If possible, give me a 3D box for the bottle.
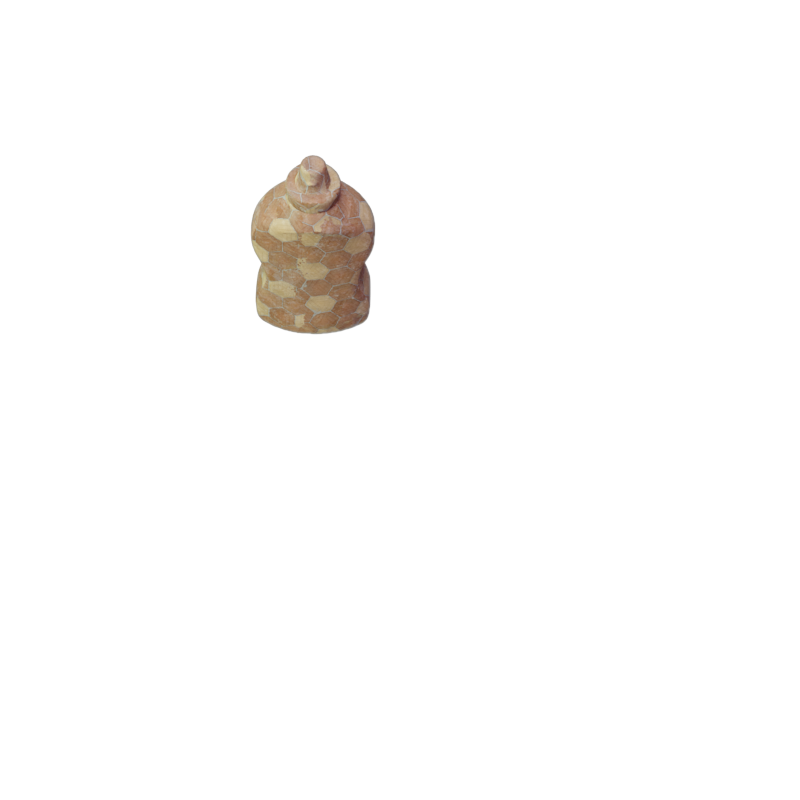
[{"bbox_3d":[-0.068,-0.124,0.871,0.096,0.062,0.180,4,-31,-1],"label":"bottle"}]
